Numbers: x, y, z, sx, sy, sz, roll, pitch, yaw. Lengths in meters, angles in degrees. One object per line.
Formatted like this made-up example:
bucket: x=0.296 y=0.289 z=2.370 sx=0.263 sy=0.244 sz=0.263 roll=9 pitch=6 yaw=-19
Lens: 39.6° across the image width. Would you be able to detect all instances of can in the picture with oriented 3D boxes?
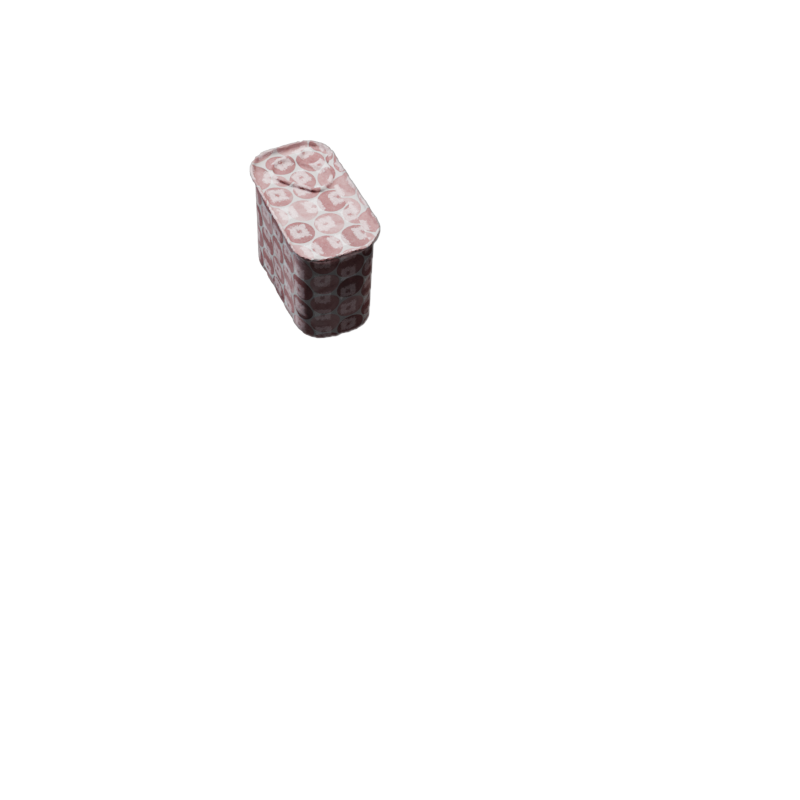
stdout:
can: x=-0.056 y=-0.102 z=0.715 sx=0.057 sy=0.110 sz=0.078 roll=-19 pitch=-35 yaw=-17
